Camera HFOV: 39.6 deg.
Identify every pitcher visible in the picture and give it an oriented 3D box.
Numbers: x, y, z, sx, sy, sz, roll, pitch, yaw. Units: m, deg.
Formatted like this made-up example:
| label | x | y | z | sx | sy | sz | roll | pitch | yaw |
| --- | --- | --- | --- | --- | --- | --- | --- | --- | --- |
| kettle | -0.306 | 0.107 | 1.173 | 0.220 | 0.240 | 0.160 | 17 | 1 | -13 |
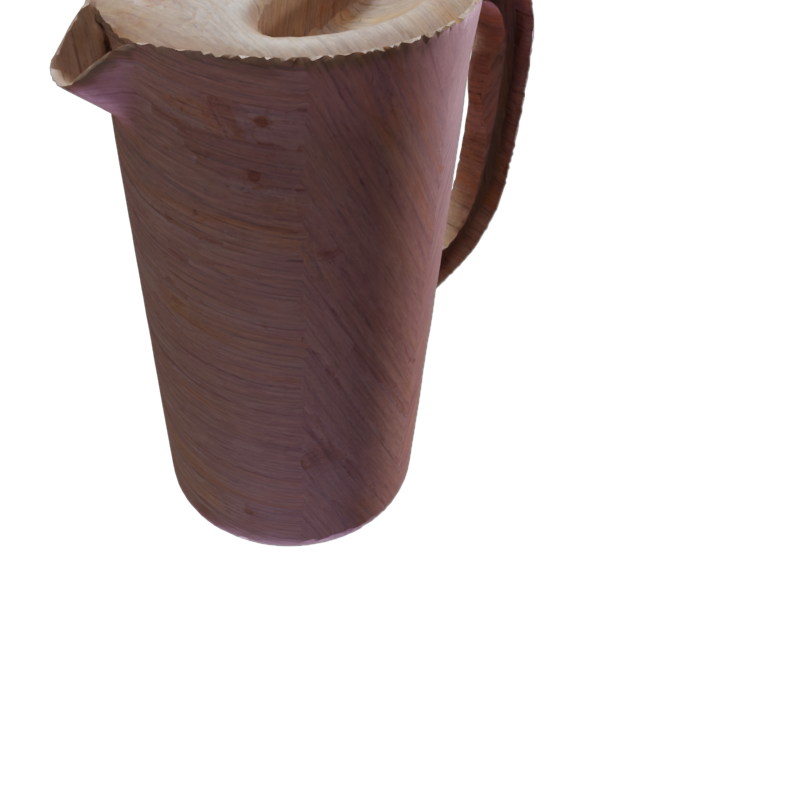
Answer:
| label | x | y | z | sx | sy | sz | roll | pitch | yaw |
| --- | --- | --- | --- | --- | --- | --- | --- | --- | --- |
| pitcher | -0.035 | -0.063 | 0.443 | 0.152 | 0.227 | 0.153 | 9 | 39 | 8 |
